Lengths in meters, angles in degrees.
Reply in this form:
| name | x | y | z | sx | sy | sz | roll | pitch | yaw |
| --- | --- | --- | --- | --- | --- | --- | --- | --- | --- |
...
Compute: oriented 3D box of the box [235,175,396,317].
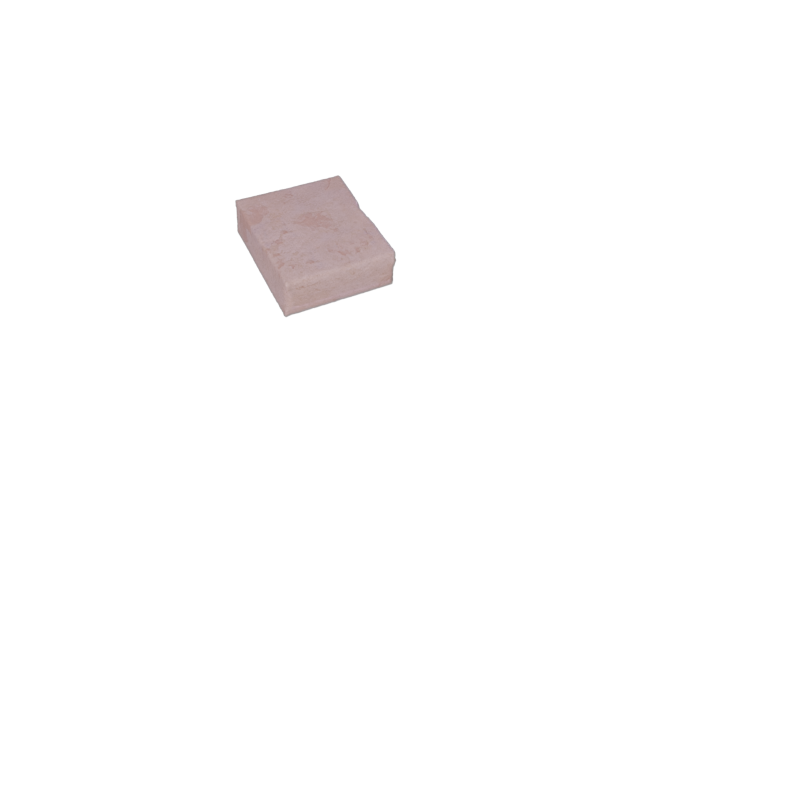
| name | x | y | z | sx | sy | sz | roll | pitch | yaw |
| --- | --- | --- | --- | --- | --- | --- | --- | --- | --- |
| box | -0.054 | -0.099 | 0.692 | 0.072 | 0.028 | 0.097 | -17 | 47 | -17 |
